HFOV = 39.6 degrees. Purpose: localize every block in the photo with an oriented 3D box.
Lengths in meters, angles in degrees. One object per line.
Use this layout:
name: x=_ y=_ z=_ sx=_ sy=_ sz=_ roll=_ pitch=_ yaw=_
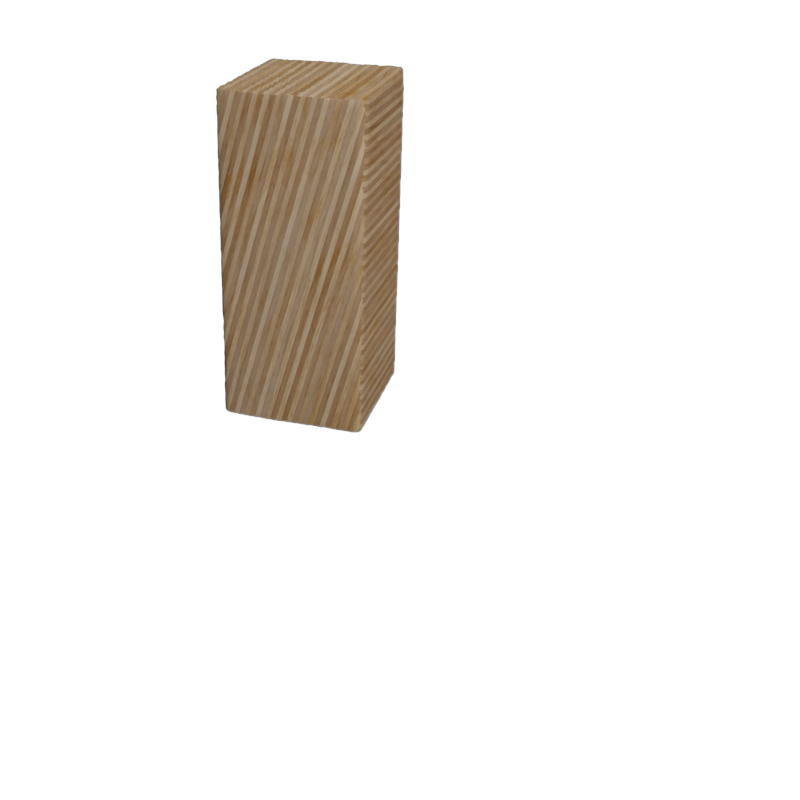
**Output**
block: x=-0.053 y=-0.097 z=0.681 sx=0.092 sy=0.196 sz=0.093 roll=8 pitch=24 yaw=14
